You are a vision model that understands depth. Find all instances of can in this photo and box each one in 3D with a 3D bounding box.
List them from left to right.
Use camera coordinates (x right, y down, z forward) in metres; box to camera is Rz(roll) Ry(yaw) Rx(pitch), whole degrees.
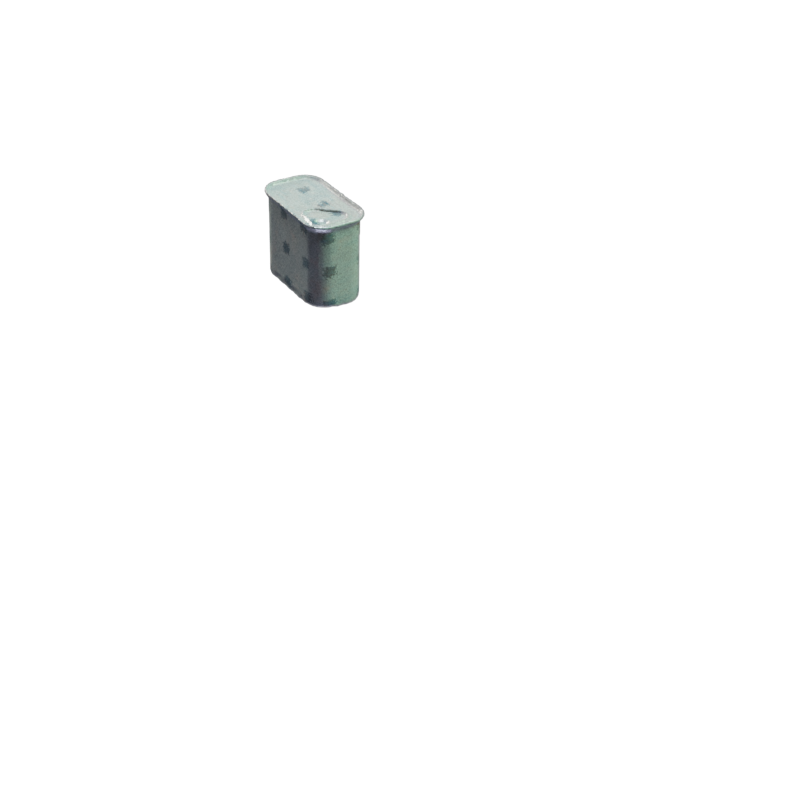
[{"bbox_3d":[-0.077,-0.140,0.980,0.057,0.079,0.110,-17,37,-27],"label":"can"}]
